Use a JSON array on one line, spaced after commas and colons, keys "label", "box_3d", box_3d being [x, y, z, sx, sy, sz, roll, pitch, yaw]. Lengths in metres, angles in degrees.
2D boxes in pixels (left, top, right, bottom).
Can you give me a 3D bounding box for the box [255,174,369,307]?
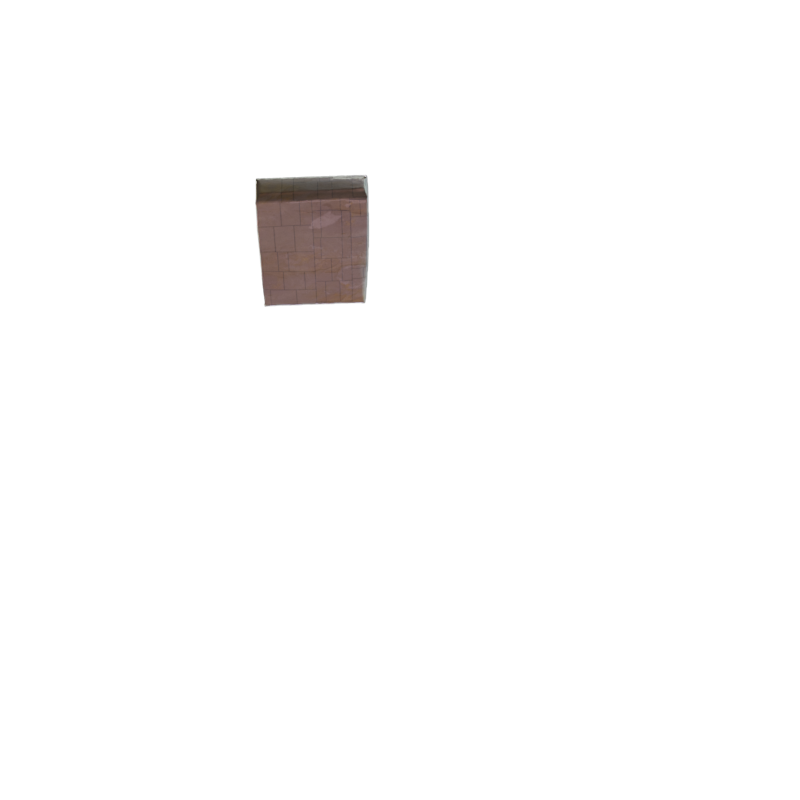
[{"label": "box", "box_3d": [-0.071, -0.129, 0.903, 0.090, 0.106, 0.042, 0, 40, -1]}]
